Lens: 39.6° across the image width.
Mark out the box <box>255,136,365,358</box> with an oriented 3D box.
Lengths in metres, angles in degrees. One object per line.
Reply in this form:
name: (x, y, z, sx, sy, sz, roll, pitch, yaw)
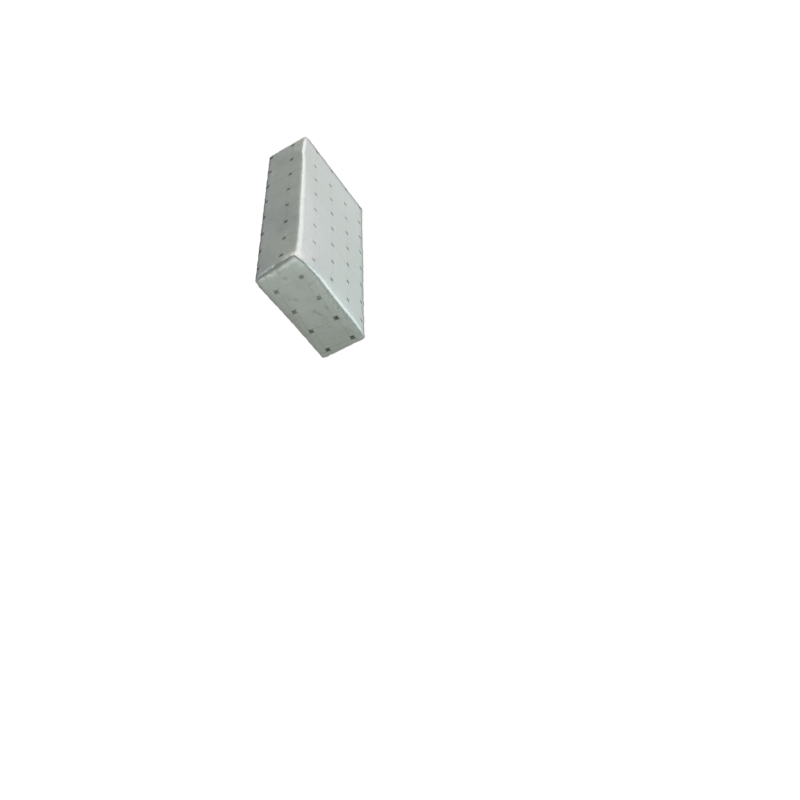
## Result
box: (-0.070, -0.127, 0.890, 0.048, 0.087, 0.189, -29, 34, 18)
